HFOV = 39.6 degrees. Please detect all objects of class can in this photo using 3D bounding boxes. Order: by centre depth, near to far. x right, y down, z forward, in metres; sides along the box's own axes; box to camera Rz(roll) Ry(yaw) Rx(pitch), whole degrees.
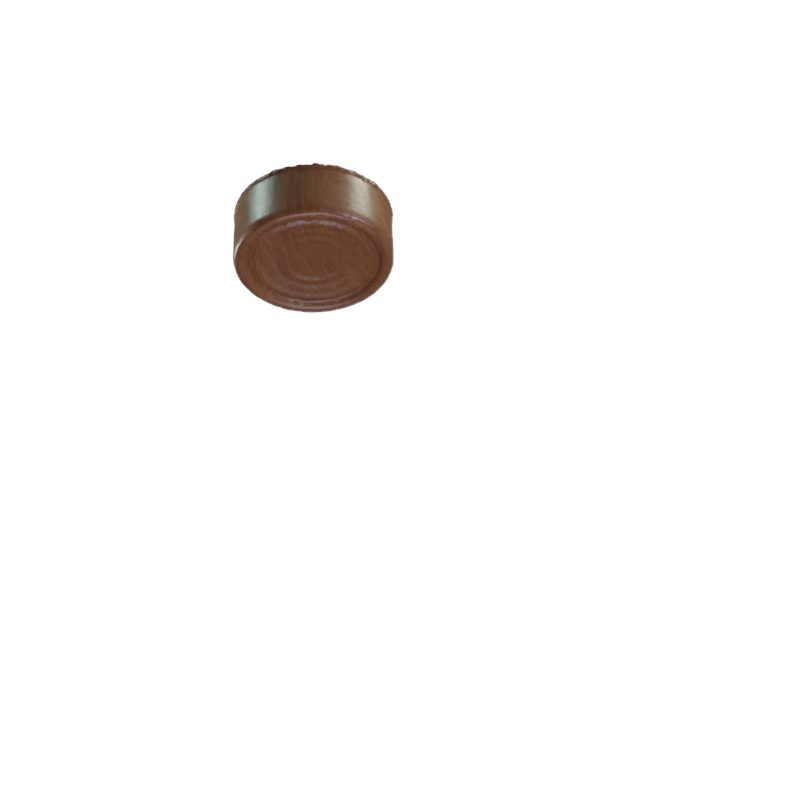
[{"bbox_3d":[-0.046,-0.084,0.588,0.086,0.036,0.080,1,-36,-2],"label":"can"}]
